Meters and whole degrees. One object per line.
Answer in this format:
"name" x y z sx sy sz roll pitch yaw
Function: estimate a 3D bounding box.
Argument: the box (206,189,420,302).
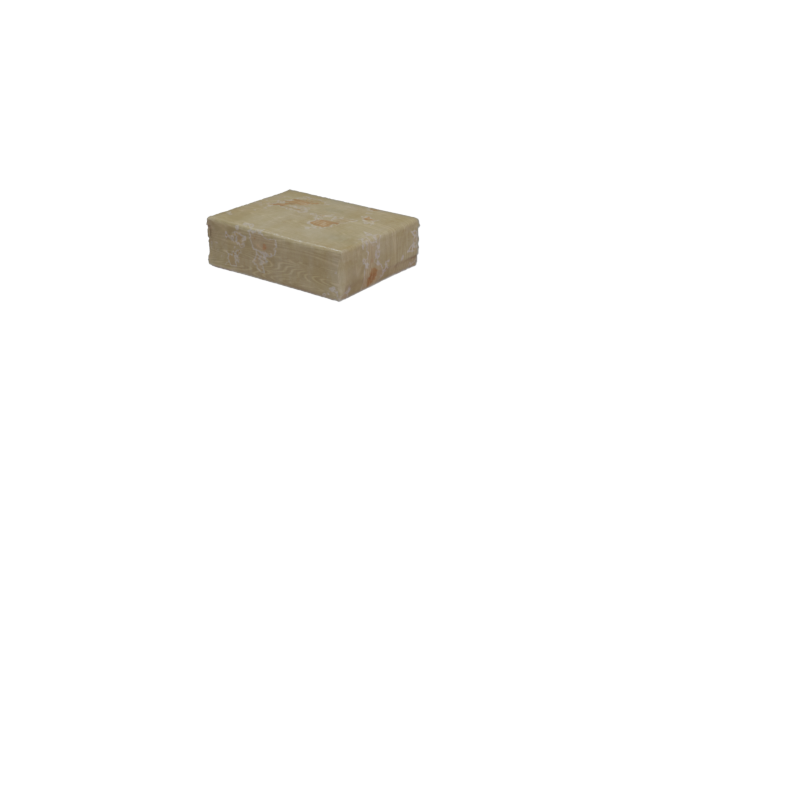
"box" -0.057 -0.105 0.733 0.119 0.037 0.089 16 27 32
